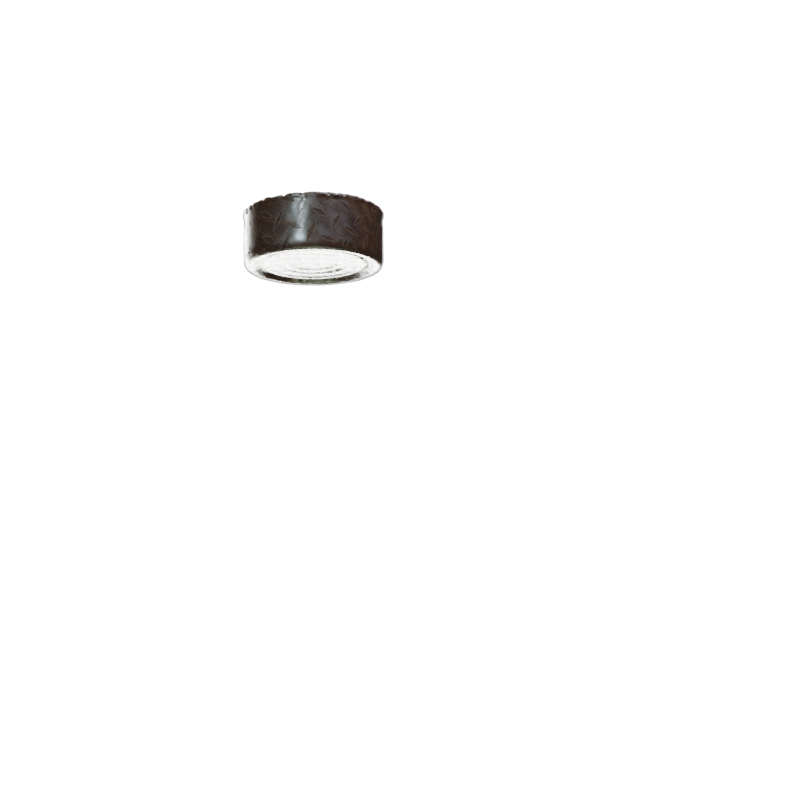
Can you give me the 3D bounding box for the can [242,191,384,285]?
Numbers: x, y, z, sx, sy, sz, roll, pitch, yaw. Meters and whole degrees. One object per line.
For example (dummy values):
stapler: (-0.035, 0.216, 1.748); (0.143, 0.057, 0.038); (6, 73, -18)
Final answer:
can: (-0.052, -0.096, 0.670); (0.086, 0.035, 0.083); (0, -11, -2)
